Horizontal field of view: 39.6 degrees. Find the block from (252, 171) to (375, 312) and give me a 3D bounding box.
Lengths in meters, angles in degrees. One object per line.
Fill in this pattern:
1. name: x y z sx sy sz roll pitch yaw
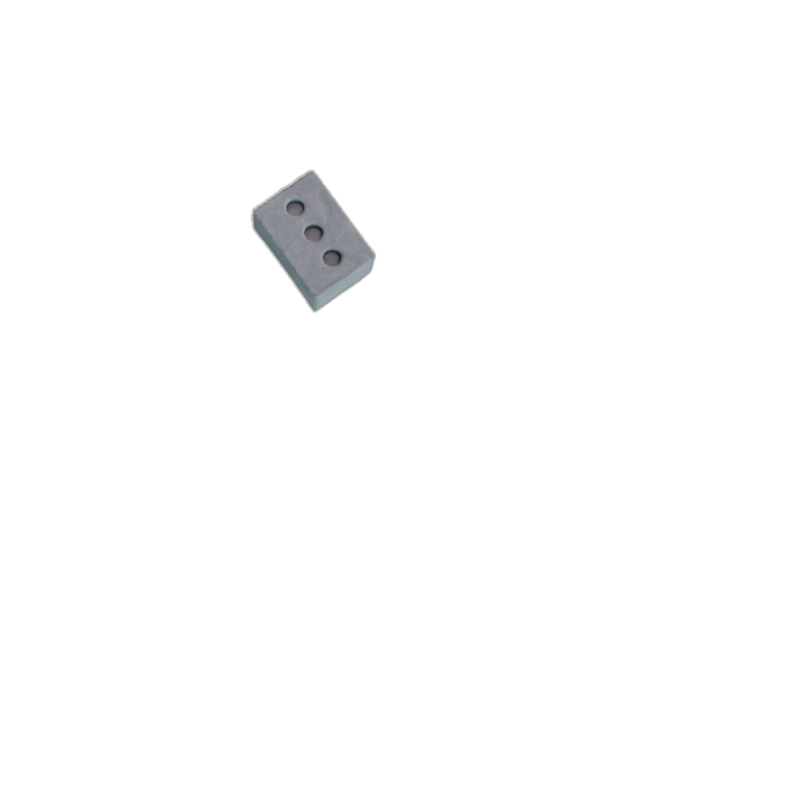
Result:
1. block: -0.061 -0.111 0.777 0.053 0.080 0.050 -35 -10 -9
